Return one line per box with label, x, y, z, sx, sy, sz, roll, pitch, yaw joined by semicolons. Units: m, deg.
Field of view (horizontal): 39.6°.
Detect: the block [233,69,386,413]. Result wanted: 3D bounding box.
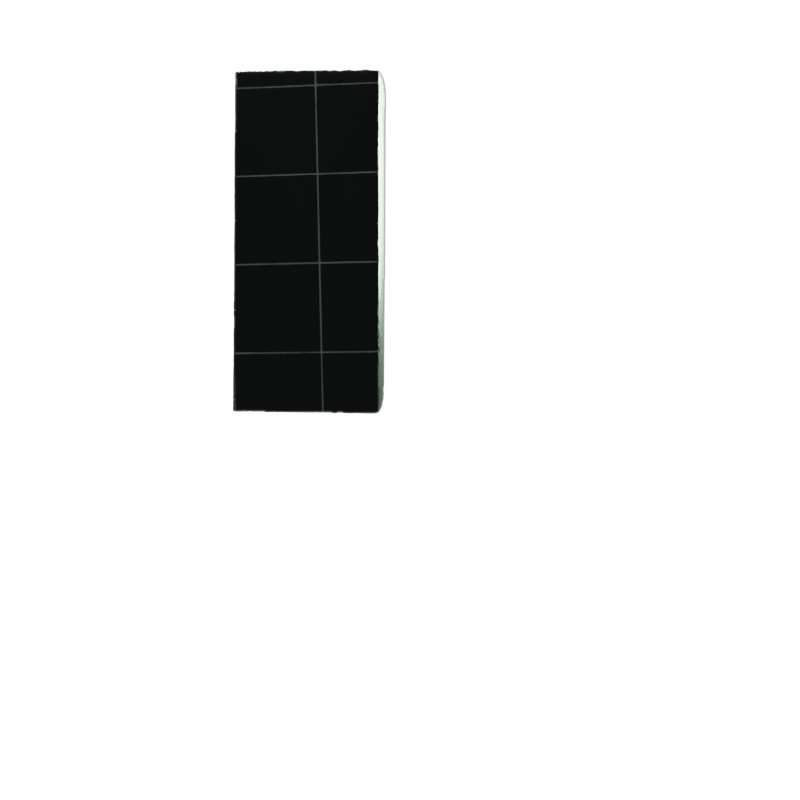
block;-0.055;-0.101;0.709;0.091;0.206;0.090;0;0;4
